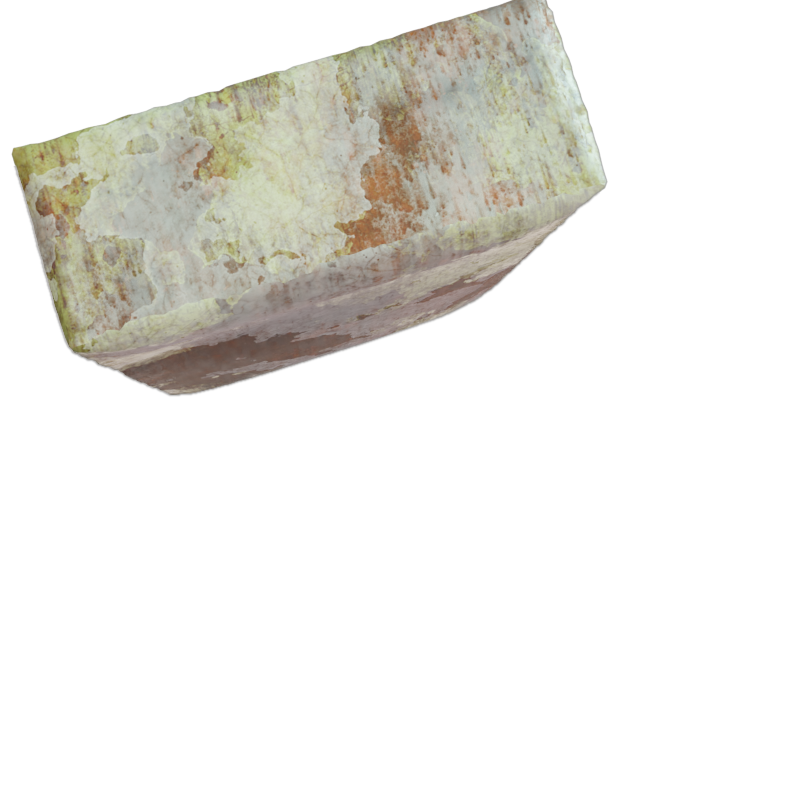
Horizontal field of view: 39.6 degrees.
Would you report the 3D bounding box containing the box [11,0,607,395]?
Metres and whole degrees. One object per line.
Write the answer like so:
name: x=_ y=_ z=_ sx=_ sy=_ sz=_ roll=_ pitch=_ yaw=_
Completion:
box: x=-0.033 y=-0.060 z=0.418 sx=0.164 sy=0.073 sz=0.211 roll=-18 pitch=-2 yaw=-4
